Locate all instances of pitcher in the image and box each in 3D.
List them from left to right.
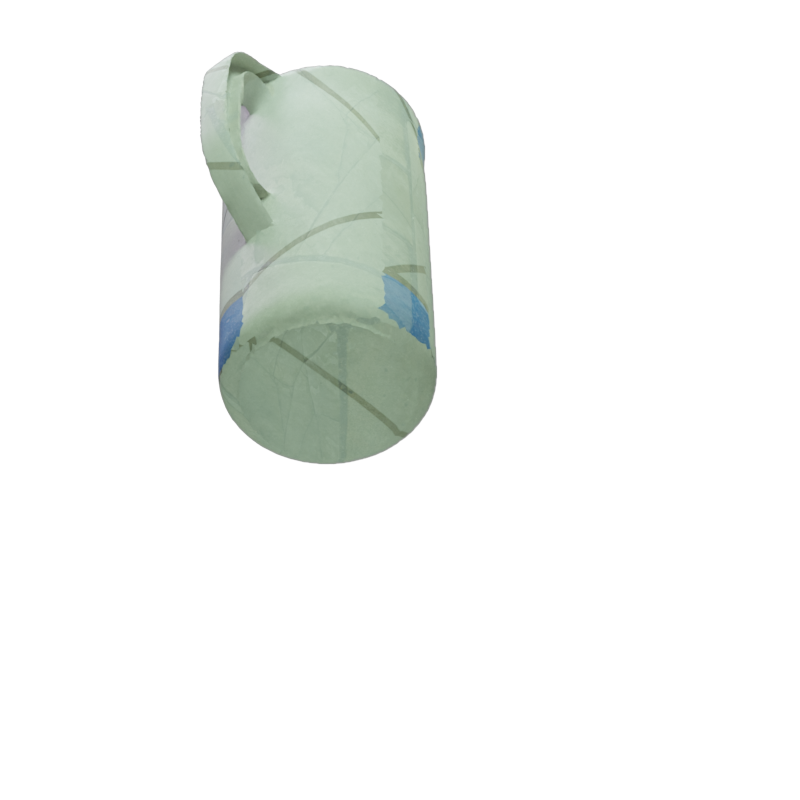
[{"bbox_3d":[-0.049,-0.090,0.632,0.147,0.137,0.260,6,37,-8],"label":"pitcher"}]
